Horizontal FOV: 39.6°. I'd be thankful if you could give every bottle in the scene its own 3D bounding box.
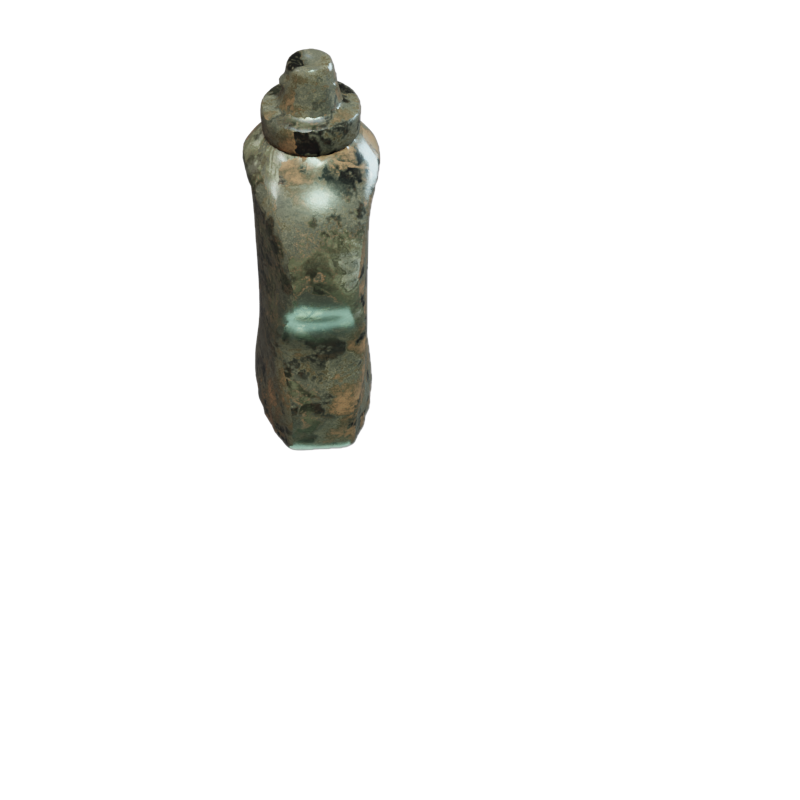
[{"bbox_3d":[-0.039,-0.071,0.498,0.058,0.103,0.179,-2,-44,-6],"label":"bottle"}]
